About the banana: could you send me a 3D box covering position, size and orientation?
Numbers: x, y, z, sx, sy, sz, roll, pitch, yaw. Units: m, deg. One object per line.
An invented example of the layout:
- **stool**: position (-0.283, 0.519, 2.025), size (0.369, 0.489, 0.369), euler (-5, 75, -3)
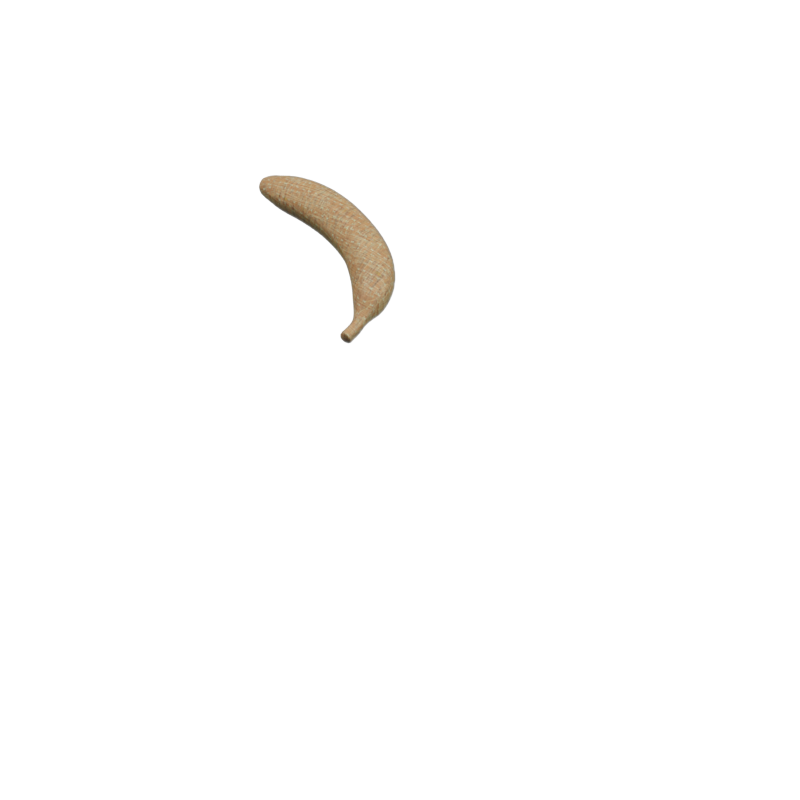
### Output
- **banana**: position (-0.053, -0.133, 0.916), size (0.069, 0.034, 0.214), euler (-17, 49, -16)
